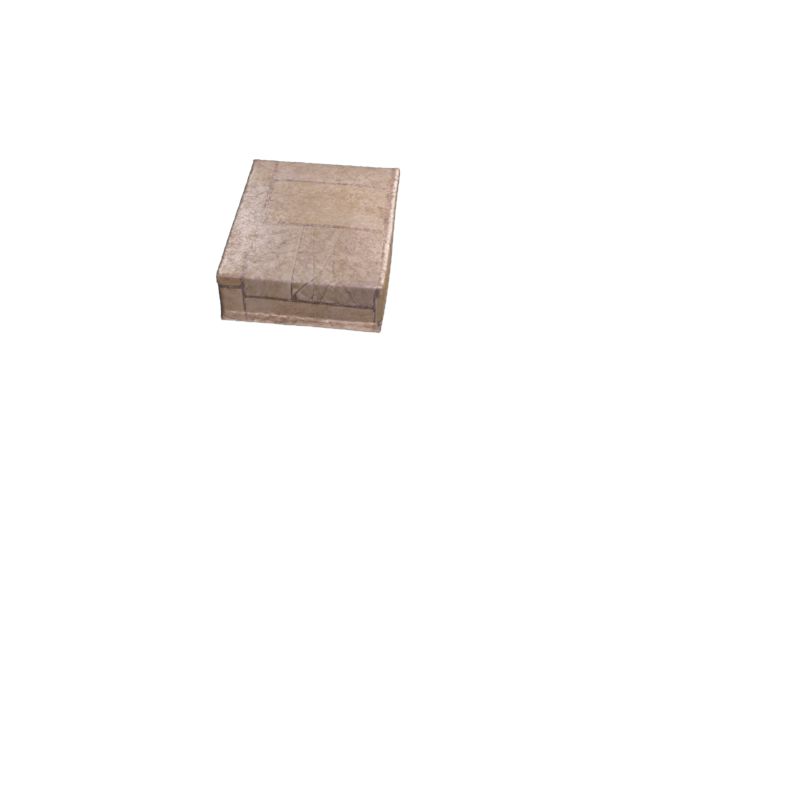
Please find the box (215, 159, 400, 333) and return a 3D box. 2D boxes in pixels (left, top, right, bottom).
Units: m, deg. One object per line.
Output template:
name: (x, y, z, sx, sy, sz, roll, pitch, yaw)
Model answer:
box: (-0.049, -0.090, 0.630, 0.090, 0.036, 0.121, 4, 42, 4)
